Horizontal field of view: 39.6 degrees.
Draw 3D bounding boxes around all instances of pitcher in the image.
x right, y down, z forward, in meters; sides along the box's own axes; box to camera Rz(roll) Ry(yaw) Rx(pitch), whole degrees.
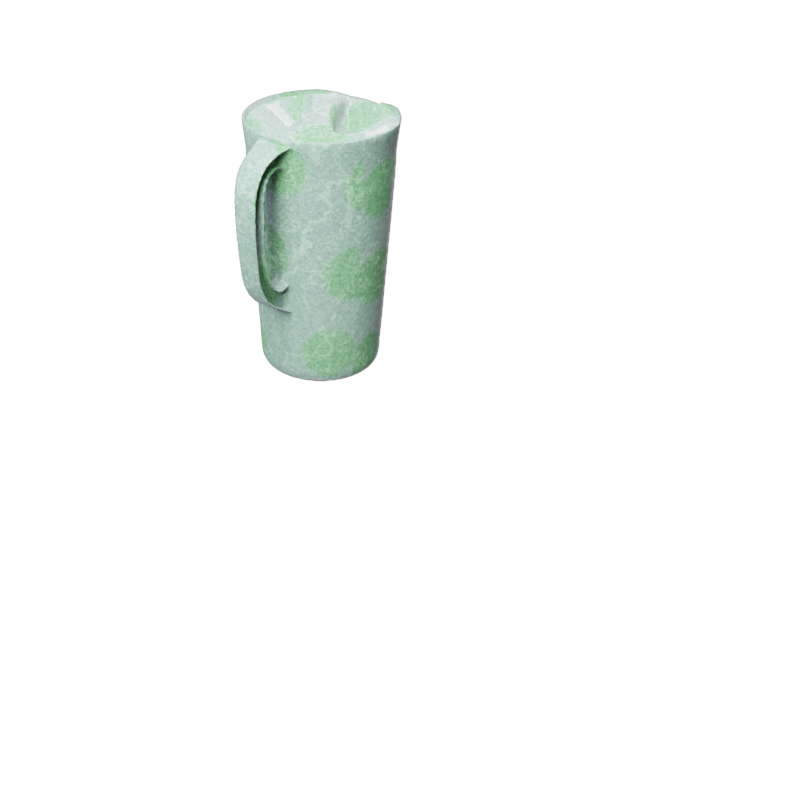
[{"bbox_3d":[-0.076,-0.138,0.968,0.147,0.229,0.155,-5,30,-12],"label":"pitcher"}]
